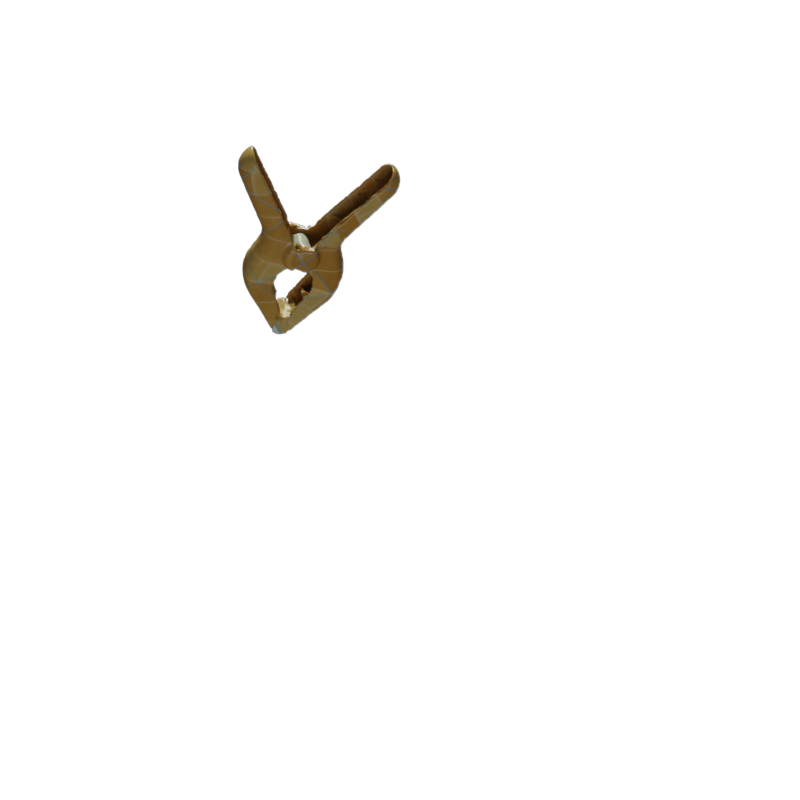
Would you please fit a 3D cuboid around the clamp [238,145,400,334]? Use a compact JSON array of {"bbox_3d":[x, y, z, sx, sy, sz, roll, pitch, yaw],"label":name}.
[{"bbox_3d":[-0.067,-0.122,0.852,0.119,0.042,0.161,4,-45,-5],"label":"clamp"}]
